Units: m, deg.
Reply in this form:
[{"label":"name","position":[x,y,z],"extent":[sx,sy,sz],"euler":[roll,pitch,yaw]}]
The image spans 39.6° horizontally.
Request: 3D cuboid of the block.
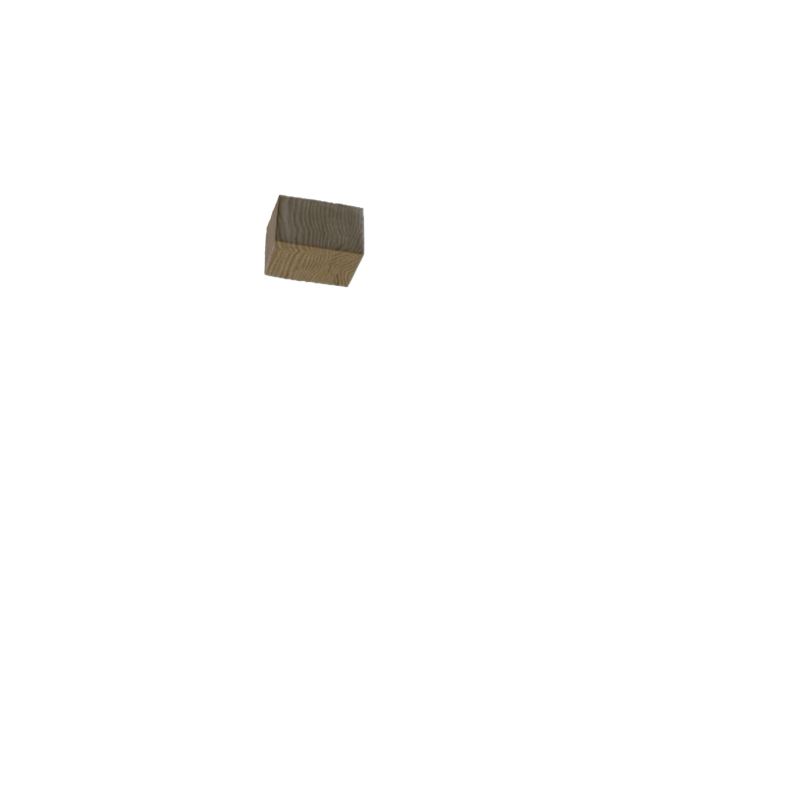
[{"label":"block","position":[-0.075,-0.136,0.952],"extent":[0.076,0.055,0.050],"euler":[8,-34,-13]}]
